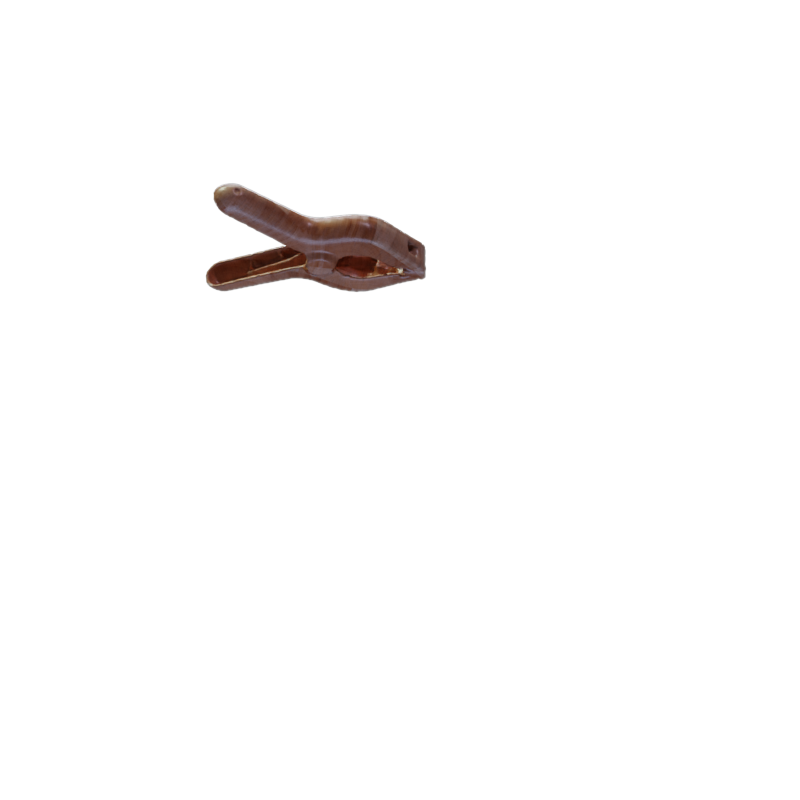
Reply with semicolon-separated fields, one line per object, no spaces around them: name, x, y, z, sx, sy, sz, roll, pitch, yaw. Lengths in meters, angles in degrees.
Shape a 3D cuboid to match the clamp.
clamp;-0.065;-0.118;0.828;0.171;0.041;0.113;0;-24;0
